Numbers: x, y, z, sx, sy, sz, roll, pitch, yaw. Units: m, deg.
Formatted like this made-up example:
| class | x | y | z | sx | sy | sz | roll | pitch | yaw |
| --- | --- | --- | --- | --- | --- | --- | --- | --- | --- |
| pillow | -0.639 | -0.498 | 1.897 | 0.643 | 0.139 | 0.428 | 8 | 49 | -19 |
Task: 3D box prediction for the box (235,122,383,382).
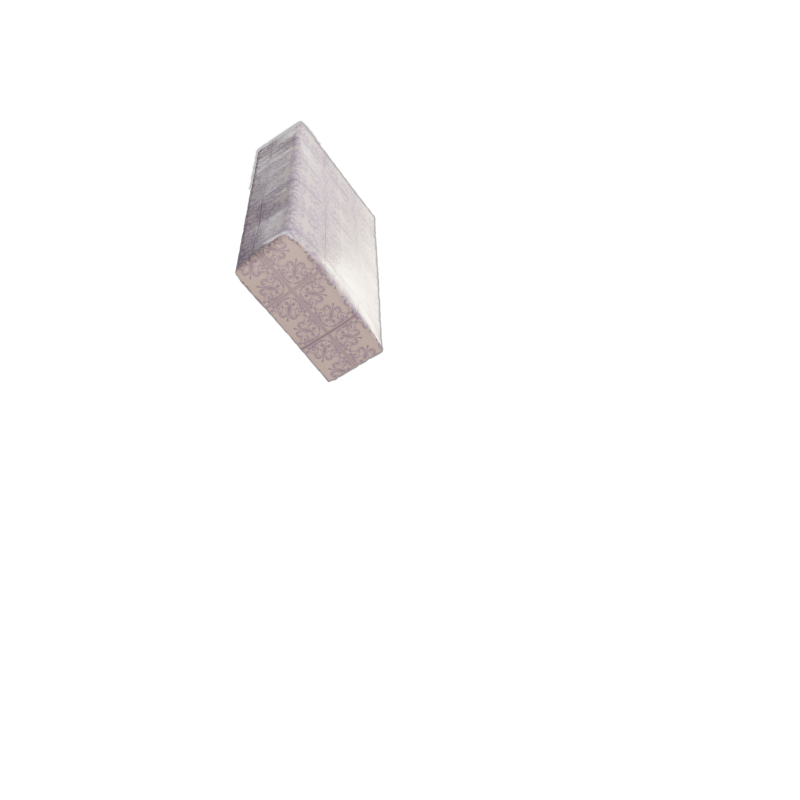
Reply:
| class | x | y | z | sx | sy | sz | roll | pitch | yaw |
| --- | --- | --- | --- | --- | --- | --- | --- | --- | --- |
| box | -0.055 | -0.099 | 0.696 | 0.048 | 0.088 | 0.187 | -33 | 27 | 15 |
